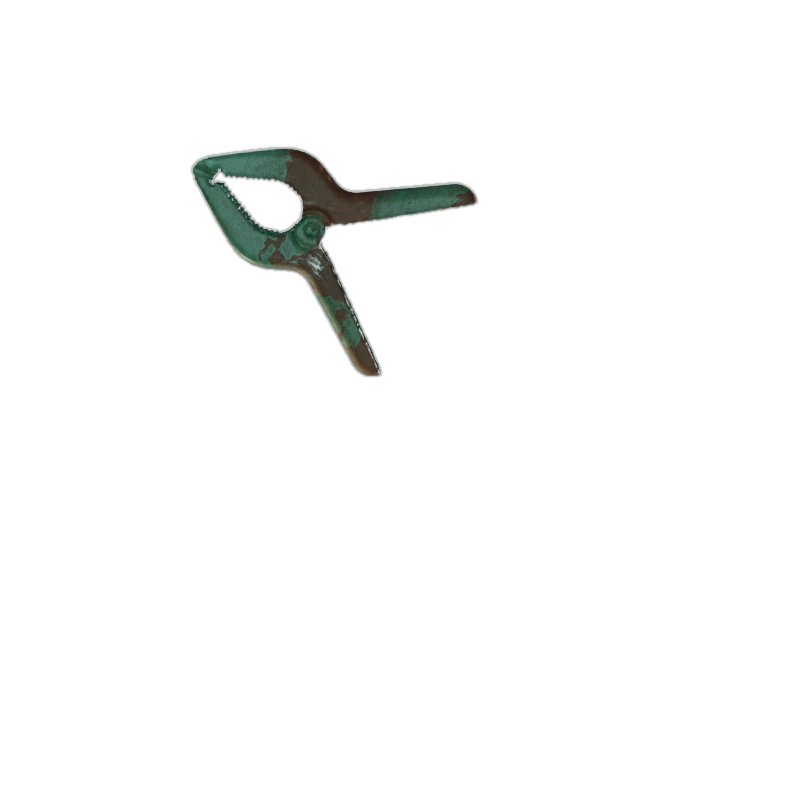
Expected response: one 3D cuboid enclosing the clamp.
[{"bbox_3d":[-0.066,-0.121,0.848,0.209,0.163,0.037,21,6,-3],"label":"clamp"}]
